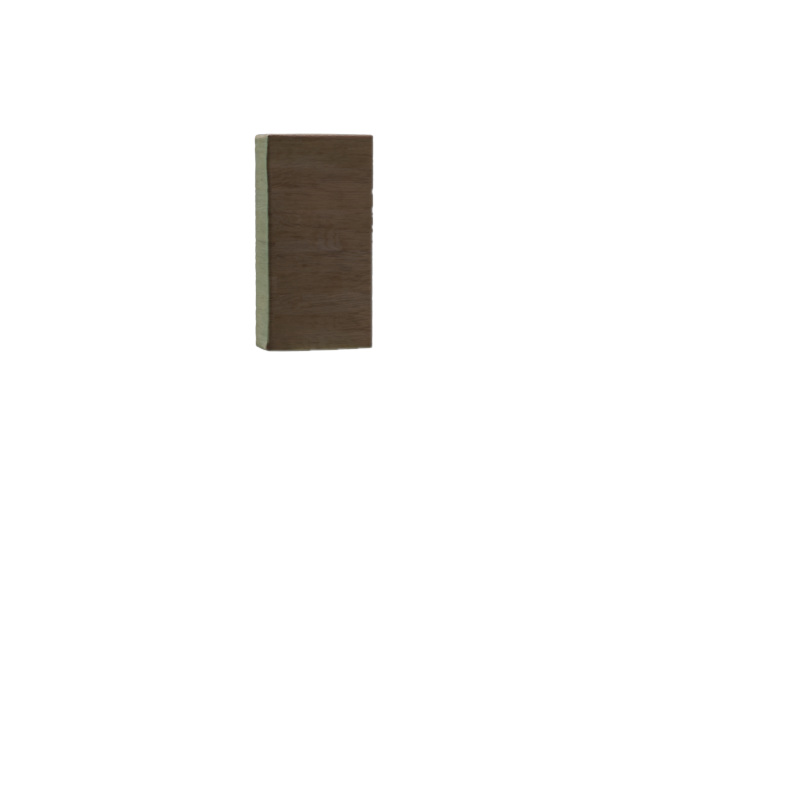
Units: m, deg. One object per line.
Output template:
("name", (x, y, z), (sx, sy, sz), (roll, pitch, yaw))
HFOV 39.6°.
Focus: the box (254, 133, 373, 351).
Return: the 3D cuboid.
("box", (-0.071, -0.130, 0.909), (0.091, 0.175, 0.049), (-1, 3, -20))
